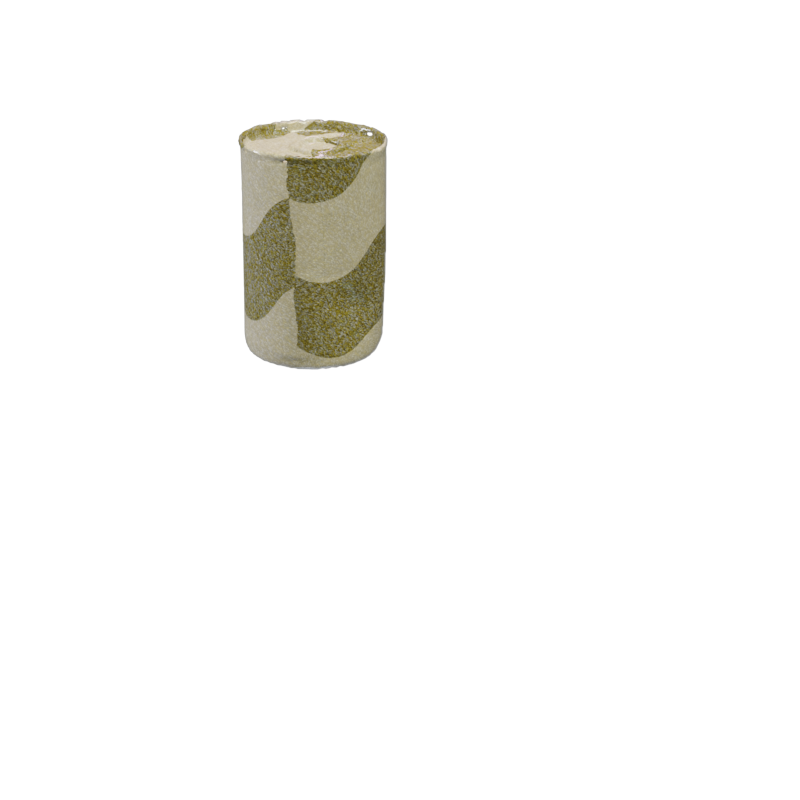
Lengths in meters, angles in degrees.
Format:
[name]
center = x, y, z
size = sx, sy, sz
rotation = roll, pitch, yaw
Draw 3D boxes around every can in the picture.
[can]
center = -0.041, -0.074, 0.521
size = 0.068, 0.097, 0.072
rotation = 0, 23, -2
